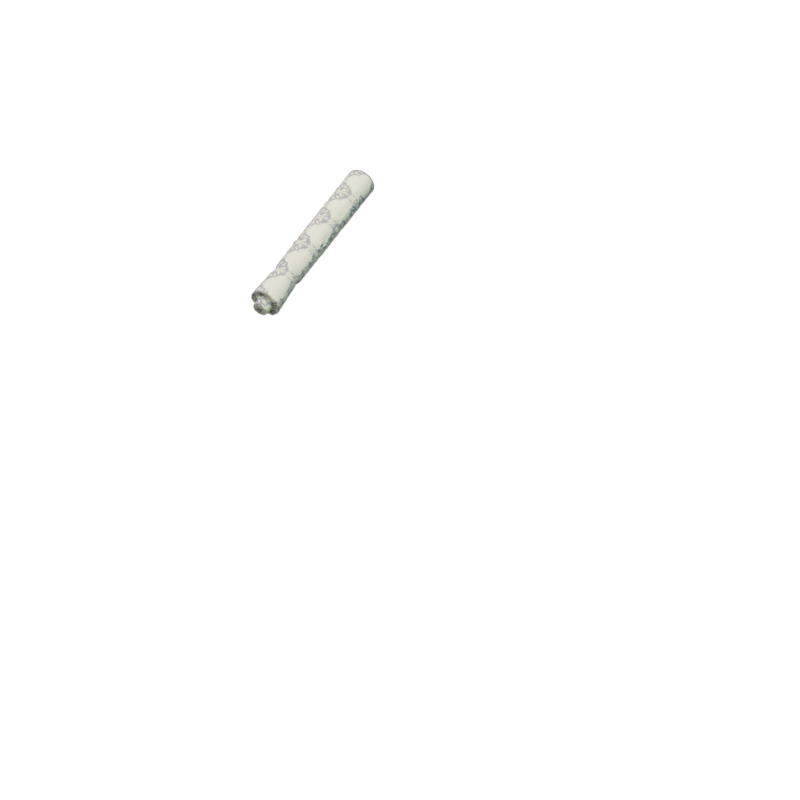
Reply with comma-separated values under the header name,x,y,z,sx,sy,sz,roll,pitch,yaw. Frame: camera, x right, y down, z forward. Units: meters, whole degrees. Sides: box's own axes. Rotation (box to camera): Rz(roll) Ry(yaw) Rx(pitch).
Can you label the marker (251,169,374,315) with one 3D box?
name,x,y,z,sx,sy,sz,roll,pitch,yaw
marker,-0.052,-0.095,0.664,0.020,0.018,0.125,2,45,37
